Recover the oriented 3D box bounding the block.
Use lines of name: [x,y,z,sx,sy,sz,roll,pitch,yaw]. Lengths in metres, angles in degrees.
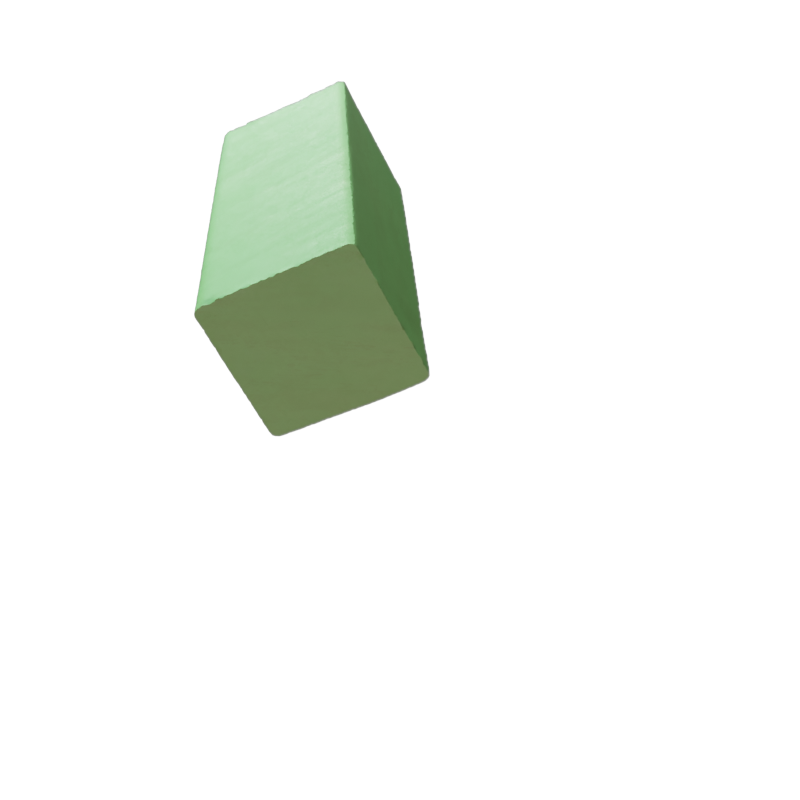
block: [-0.050,-0.089,0.630,0.090,0.085,0.220,-22,34,12]
